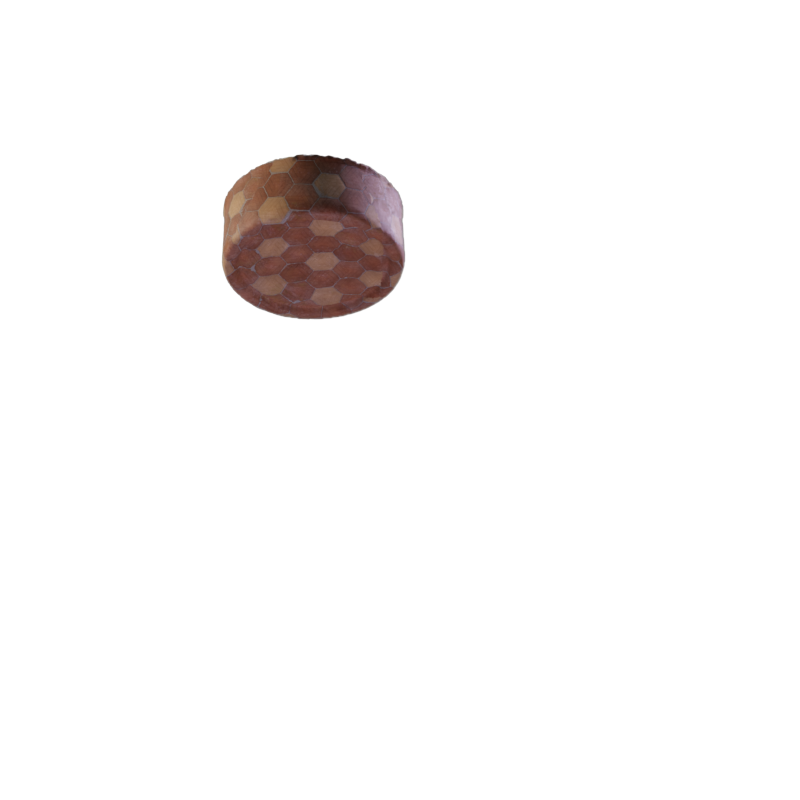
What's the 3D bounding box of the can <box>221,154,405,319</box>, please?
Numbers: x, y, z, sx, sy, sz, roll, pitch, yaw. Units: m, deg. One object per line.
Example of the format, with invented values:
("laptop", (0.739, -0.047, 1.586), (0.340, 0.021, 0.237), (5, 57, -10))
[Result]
("can", (-0.040, -0.074, 0.517), (0.086, 0.036, 0.080), (1, -33, -2))
